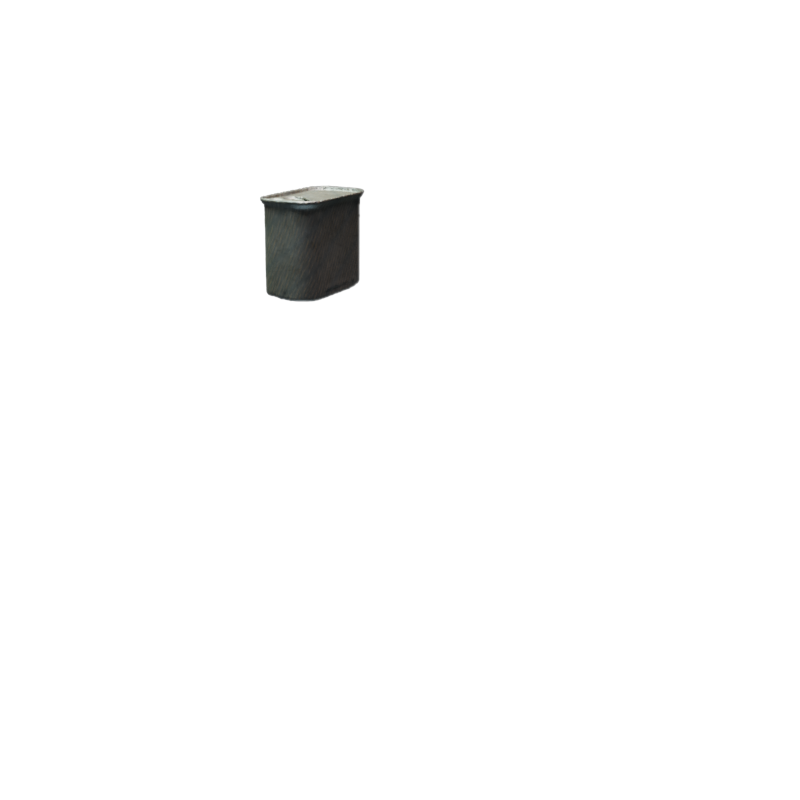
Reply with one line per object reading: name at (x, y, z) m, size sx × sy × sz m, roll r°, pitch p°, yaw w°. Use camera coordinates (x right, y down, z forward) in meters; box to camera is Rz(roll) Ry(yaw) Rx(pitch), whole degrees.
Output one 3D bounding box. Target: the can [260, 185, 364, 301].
can at (-0.074, -0.134, 0.940) m, size 0.060 × 0.081 × 0.101 m, roll 7°, pitch 16°, yaw 27°
